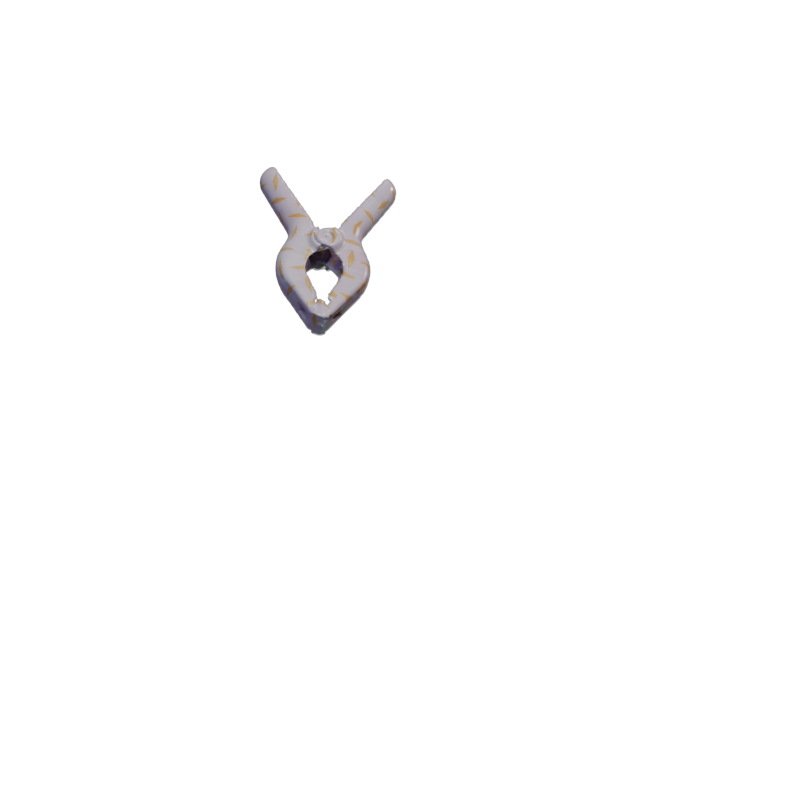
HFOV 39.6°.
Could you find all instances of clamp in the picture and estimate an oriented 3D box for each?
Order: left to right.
[{"bbox_3d":[-0.074,-0.135,0.944,0.121,0.182,0.036,7,-39,6],"label":"clamp"}]
